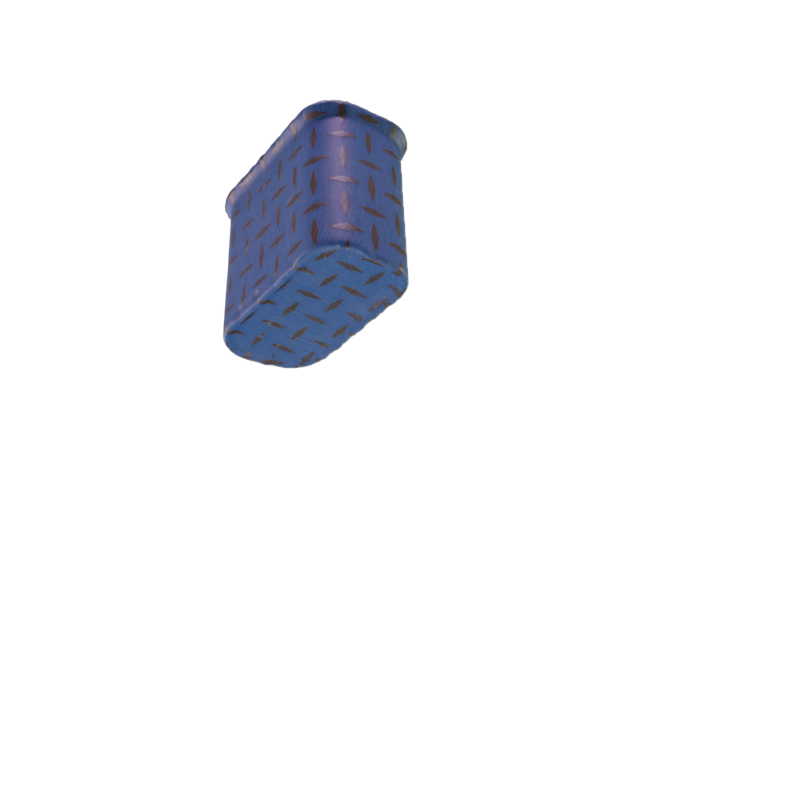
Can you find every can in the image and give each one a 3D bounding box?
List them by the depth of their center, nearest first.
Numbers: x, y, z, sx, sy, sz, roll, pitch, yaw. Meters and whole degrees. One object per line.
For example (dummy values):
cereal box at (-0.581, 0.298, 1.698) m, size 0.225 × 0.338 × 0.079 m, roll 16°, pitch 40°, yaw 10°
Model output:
can at (-0.040, -0.073, 0.513) m, size 0.055 × 0.090 × 0.100 m, roll 21°, pitch -41°, yaw -30°
